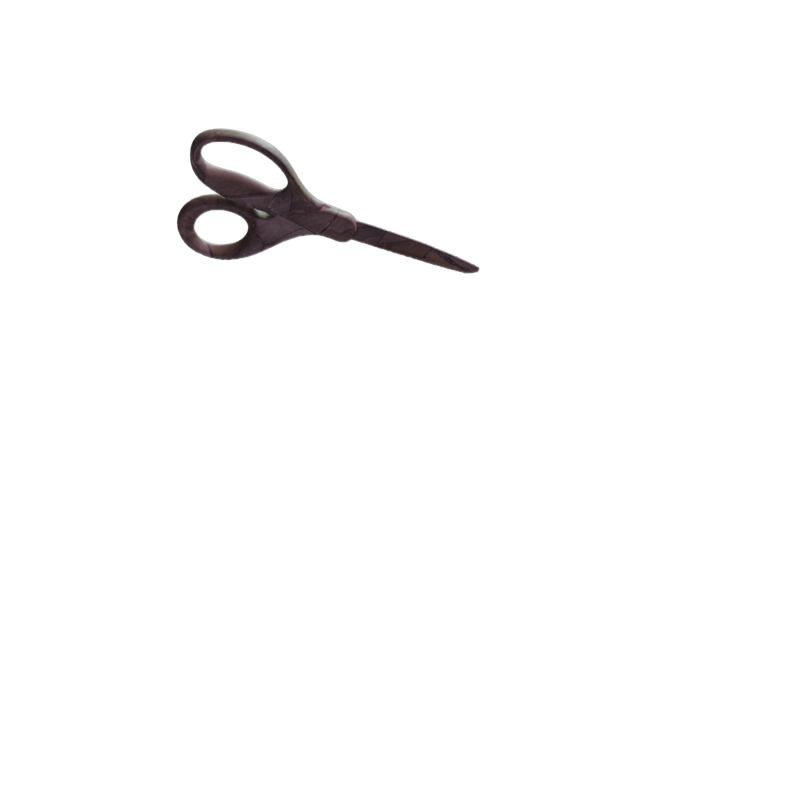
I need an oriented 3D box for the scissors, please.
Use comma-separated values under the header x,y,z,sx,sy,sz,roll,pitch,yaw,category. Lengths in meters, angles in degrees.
x,y,z,sx,sy,sz,roll,pitch,yaw,category
-0.056,-0.102,0.714,0.193,0.094,0.017,31,27,-18,scissors
